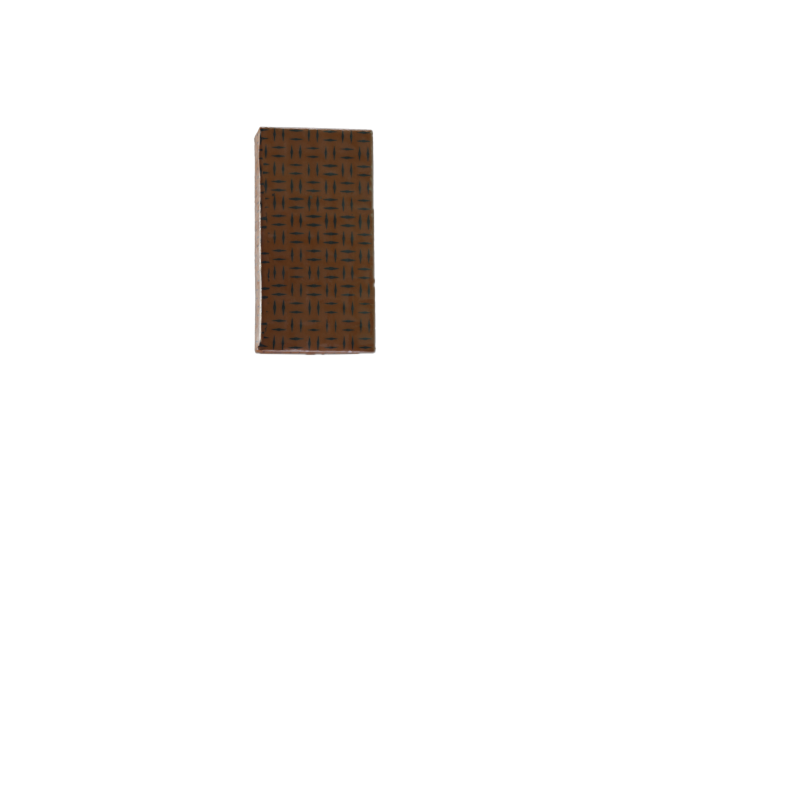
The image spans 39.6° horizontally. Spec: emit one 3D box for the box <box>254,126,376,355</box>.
[{"bbox_3d":[-0.068,-0.125,0.873,0.092,0.180,0.048,1,-7,-10],"label":"box"}]
